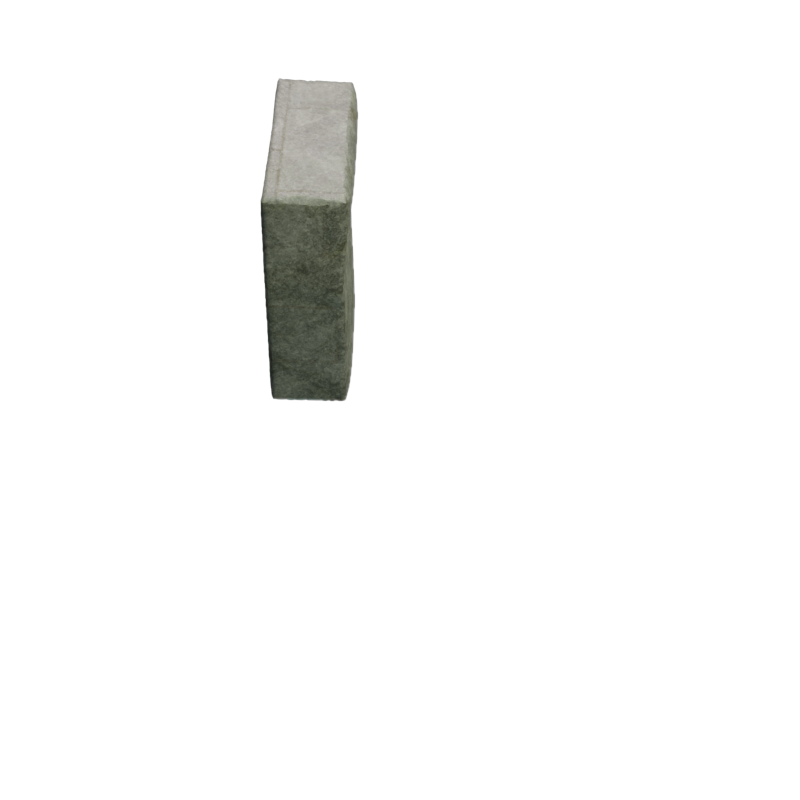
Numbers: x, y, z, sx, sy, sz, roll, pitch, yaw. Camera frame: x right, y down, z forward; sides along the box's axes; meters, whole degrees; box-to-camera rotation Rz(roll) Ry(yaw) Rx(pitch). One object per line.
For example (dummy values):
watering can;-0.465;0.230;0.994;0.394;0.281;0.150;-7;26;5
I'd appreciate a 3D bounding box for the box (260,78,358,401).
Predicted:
box;-0.071;-0.130;0.910;0.072;0.199;0.176;2;45;-2
